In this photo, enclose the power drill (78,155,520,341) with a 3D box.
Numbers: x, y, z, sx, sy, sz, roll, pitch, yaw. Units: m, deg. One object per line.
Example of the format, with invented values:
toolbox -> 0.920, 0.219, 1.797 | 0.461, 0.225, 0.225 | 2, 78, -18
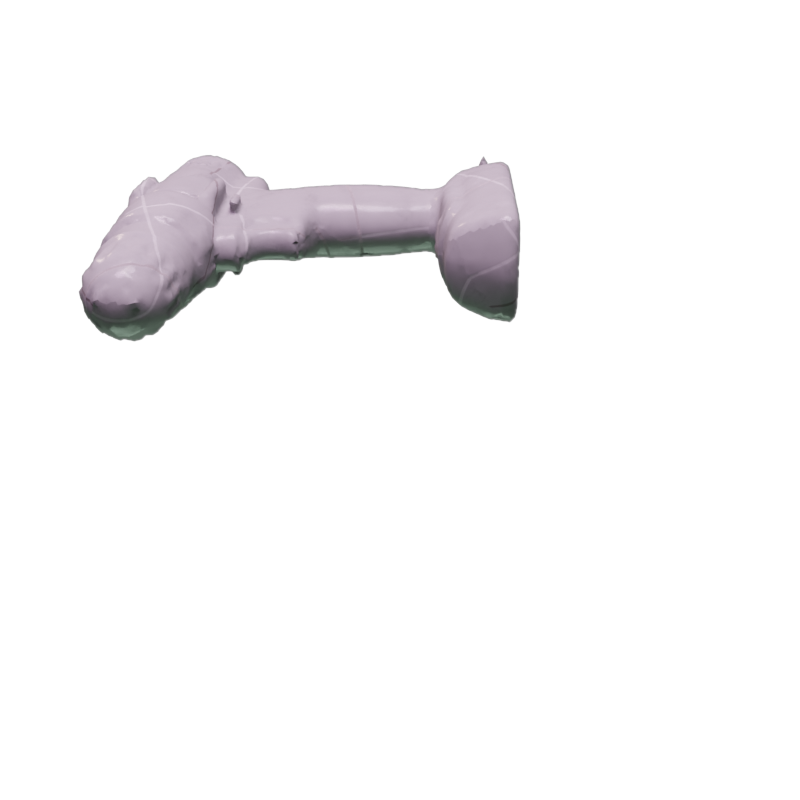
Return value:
power drill -> -0.041, -0.074, 0.518 | 0.189, 0.054, 0.192 | 3, 26, 5
